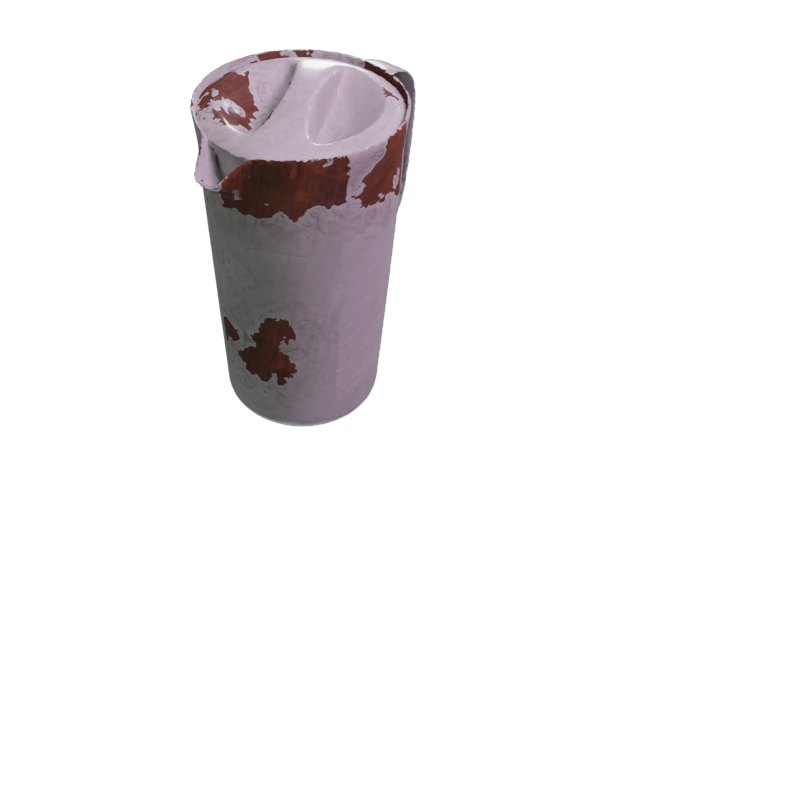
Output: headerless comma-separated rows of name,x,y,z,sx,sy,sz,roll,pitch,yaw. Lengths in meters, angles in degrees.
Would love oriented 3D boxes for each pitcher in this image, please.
pitcher,-0.058,-0.106,0.745,0.148,0.227,0.156,-3,42,-6
